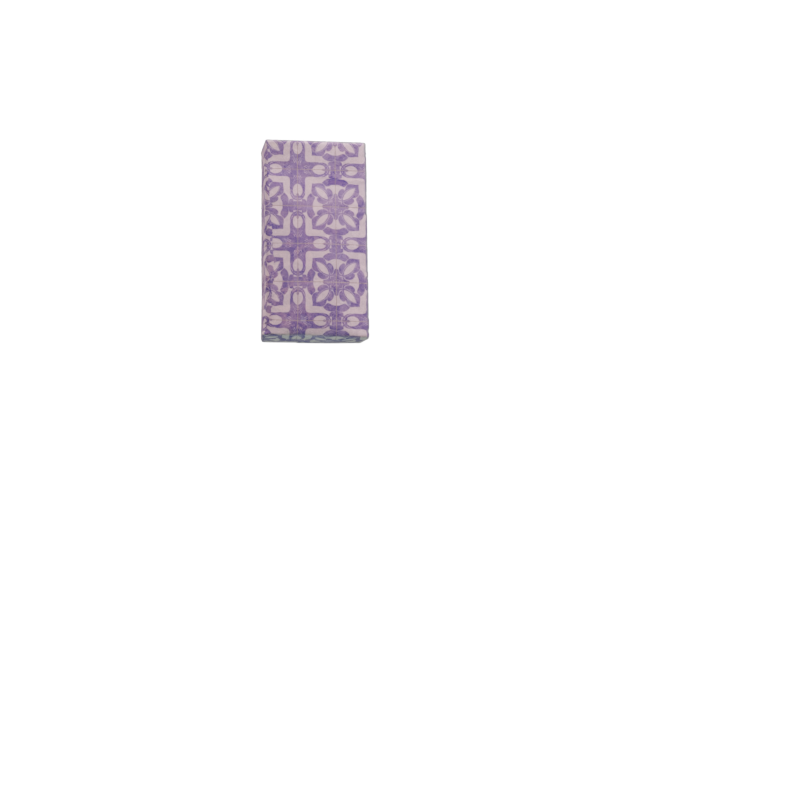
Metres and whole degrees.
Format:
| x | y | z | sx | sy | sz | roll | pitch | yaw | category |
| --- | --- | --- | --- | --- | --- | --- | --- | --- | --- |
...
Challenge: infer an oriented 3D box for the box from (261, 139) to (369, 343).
| x | y | z | sx | sy | sz | roll | pitch | yaw | category |
| --- | --- | --- | --- | --- | --- | --- | --- | --- | --- |
| -0.077 | -0.140 | 0.982 | 0.092 | 0.182 | 0.047 | 1 | -13 | -9 | box |
